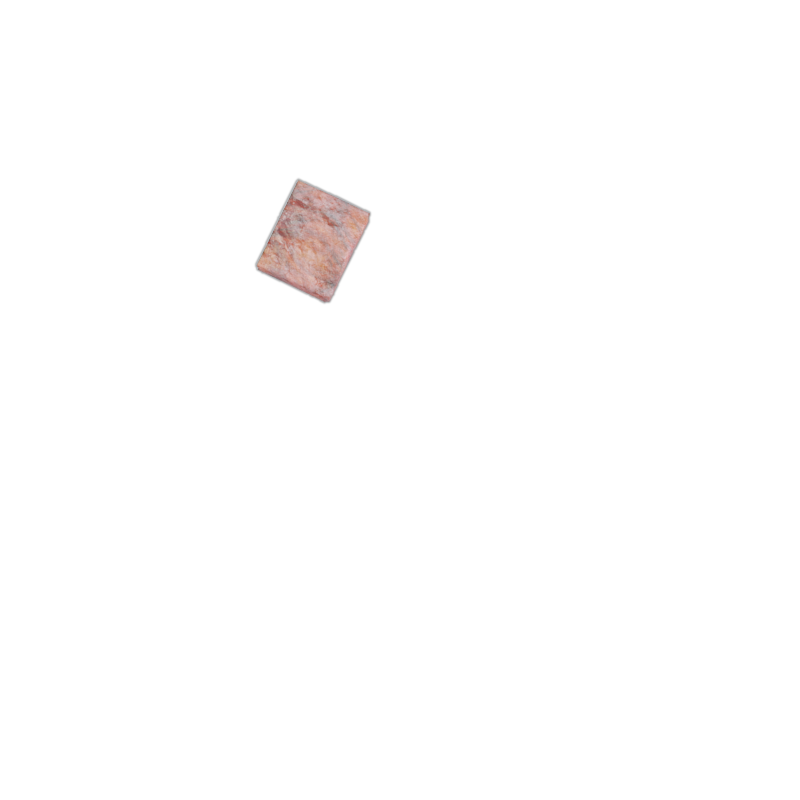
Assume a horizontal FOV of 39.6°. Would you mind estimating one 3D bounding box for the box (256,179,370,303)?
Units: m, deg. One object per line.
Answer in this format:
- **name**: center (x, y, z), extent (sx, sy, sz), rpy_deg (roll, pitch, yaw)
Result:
- **box**: center (-0.078, -0.141, 0.990), extent (0.074, 0.091, 0.029), rpy_deg (25, -11, 5)
